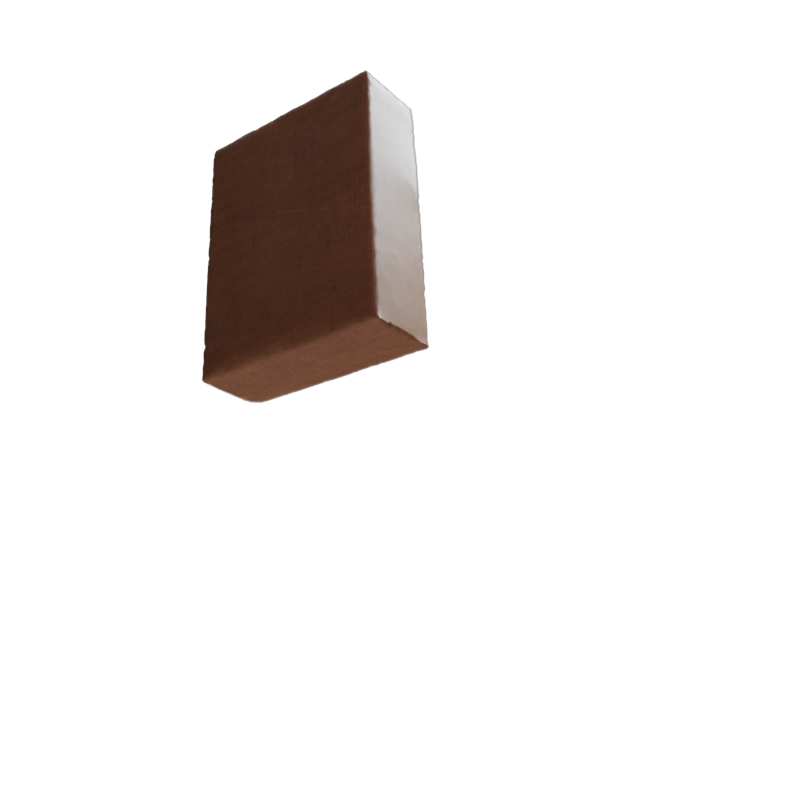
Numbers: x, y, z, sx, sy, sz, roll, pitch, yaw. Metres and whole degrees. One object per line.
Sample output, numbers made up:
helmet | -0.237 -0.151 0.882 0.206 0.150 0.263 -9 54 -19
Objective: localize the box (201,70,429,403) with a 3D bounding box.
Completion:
box | -0.066 -0.121 0.847 0.165 0.227 0.067 -21 -34 31
